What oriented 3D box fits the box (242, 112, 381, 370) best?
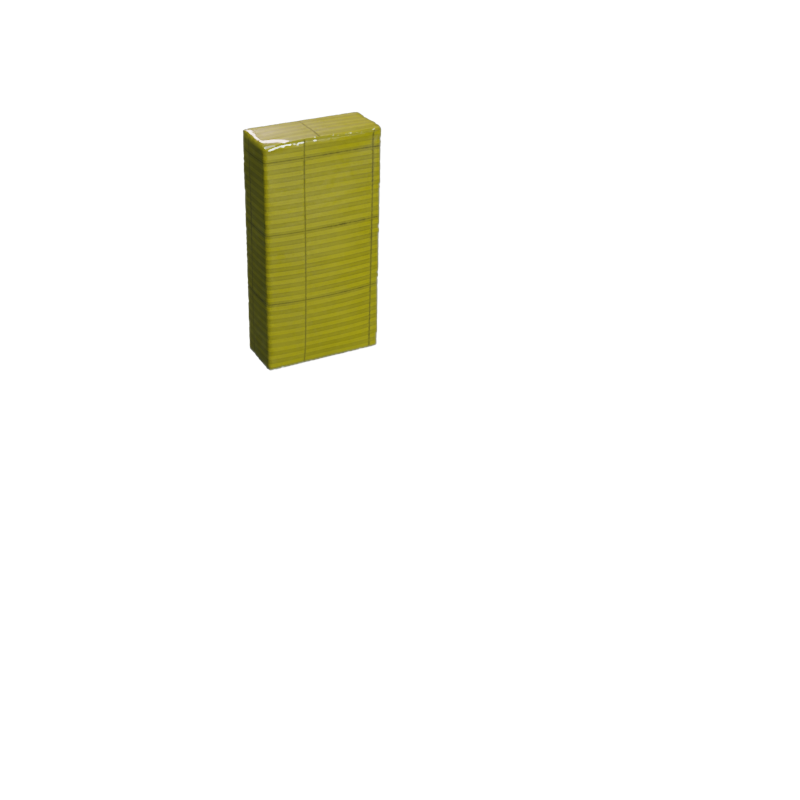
[{"bbox_3d":[-0.063,-0.115,0.807,0.092,0.166,0.052,-13,33,-24],"label":"box"}]
